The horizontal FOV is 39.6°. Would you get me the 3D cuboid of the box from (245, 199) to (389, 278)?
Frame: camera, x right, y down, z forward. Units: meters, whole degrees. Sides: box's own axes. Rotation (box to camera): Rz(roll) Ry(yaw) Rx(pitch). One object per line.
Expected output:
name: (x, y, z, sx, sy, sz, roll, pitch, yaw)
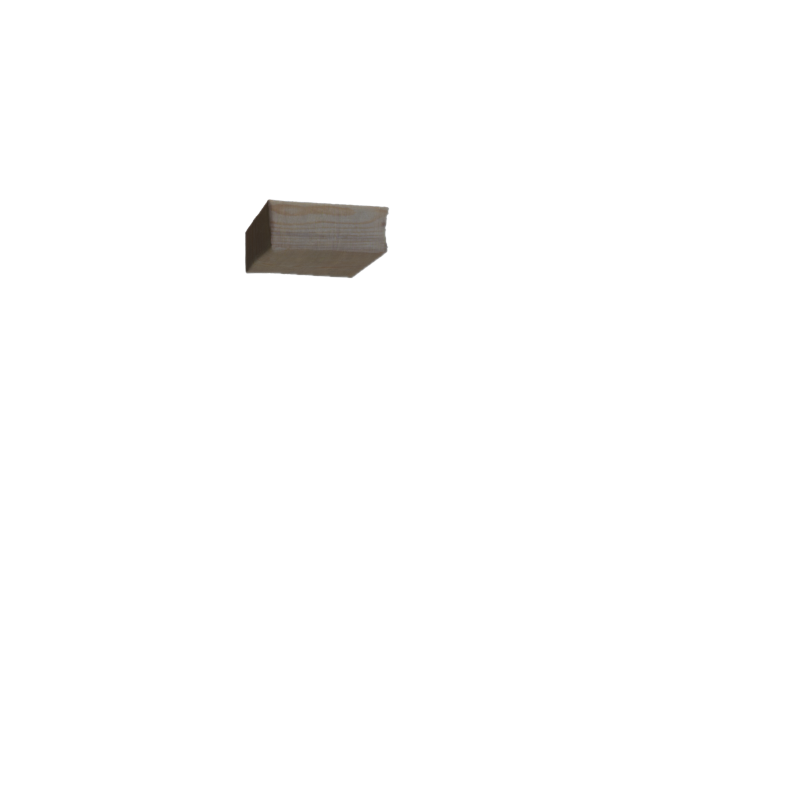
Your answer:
box: (-0.066, -0.120, 0.838, 0.088, 0.040, 0.114, 1, -3, -15)
